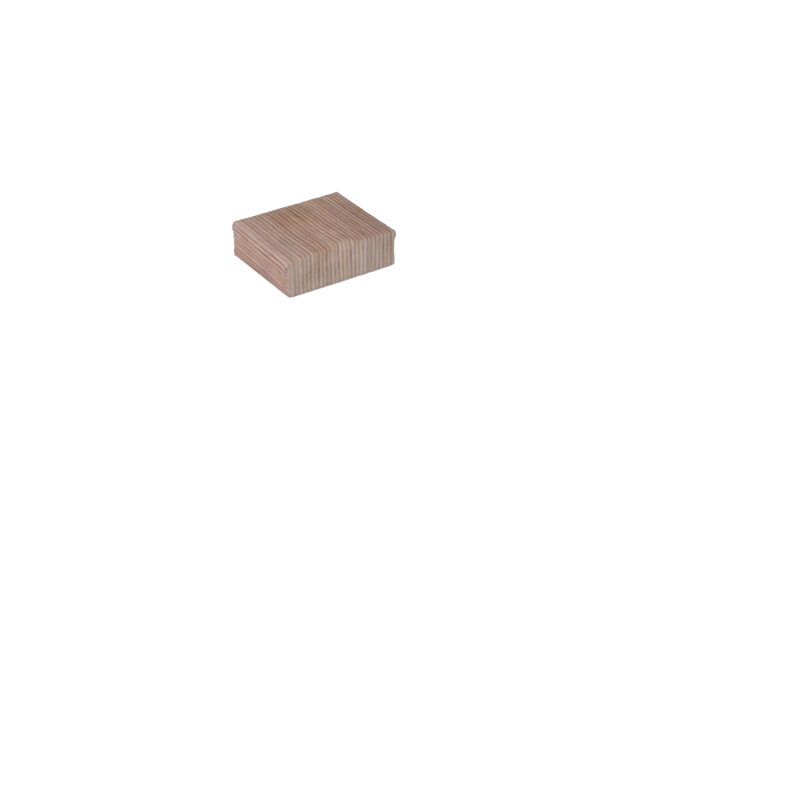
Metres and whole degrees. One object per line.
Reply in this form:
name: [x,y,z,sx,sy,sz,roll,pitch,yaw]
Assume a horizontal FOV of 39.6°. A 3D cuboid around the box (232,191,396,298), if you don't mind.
box: [-0.059,-0.108,0.758,0.088,0.028,0.079,-20,39,-28]
